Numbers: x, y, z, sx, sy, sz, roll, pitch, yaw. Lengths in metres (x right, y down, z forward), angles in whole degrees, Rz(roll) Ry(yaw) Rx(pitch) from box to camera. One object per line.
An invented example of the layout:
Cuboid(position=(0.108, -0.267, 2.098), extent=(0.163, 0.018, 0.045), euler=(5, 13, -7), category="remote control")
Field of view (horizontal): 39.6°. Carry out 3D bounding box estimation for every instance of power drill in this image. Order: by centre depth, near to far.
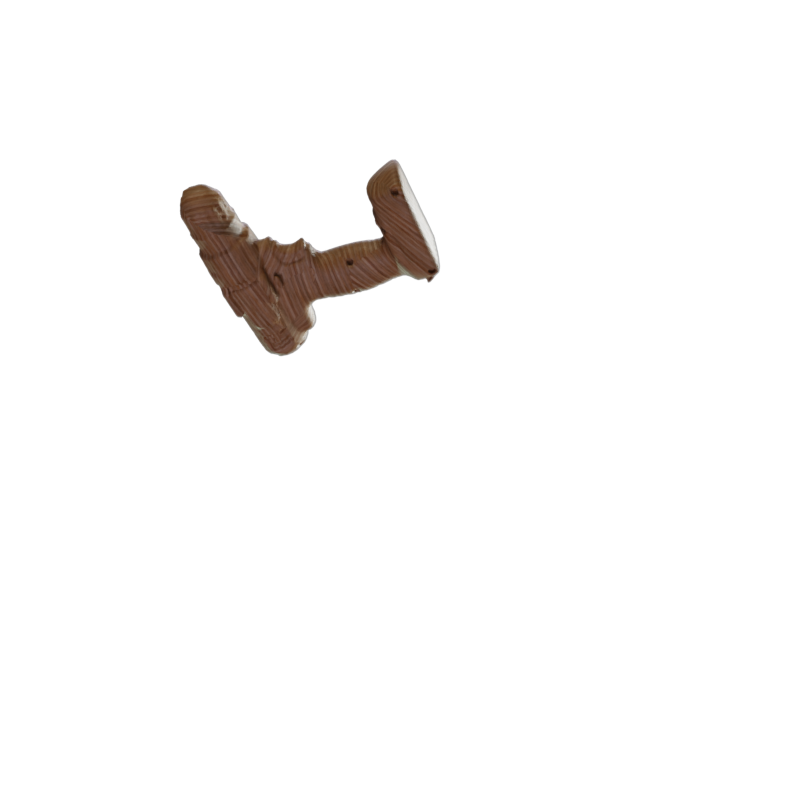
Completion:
Cuboid(position=(-0.074, -0.135, 0.946), extent=(0.189, 0.171, 0.061), euler=(-20, 37, 15), category="power drill")
